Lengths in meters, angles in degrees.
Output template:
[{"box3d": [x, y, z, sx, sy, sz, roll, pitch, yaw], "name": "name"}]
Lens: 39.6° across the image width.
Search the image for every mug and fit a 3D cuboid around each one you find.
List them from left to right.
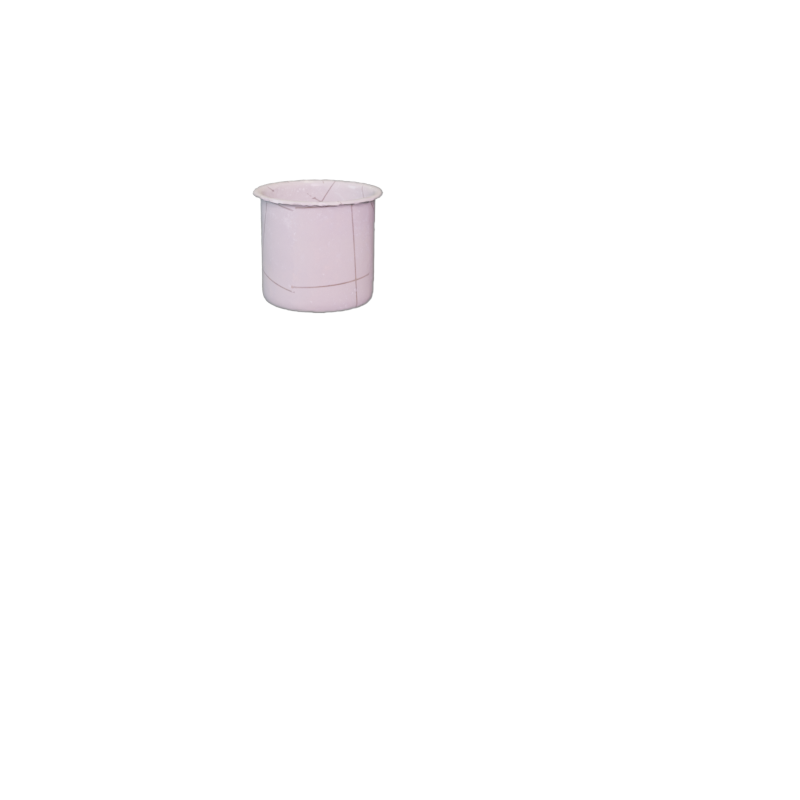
[{"box3d": [-0.064, -0.116, 0.812, 0.091, 0.079, 0.124, -5, 19, -18], "name": "mug"}]
